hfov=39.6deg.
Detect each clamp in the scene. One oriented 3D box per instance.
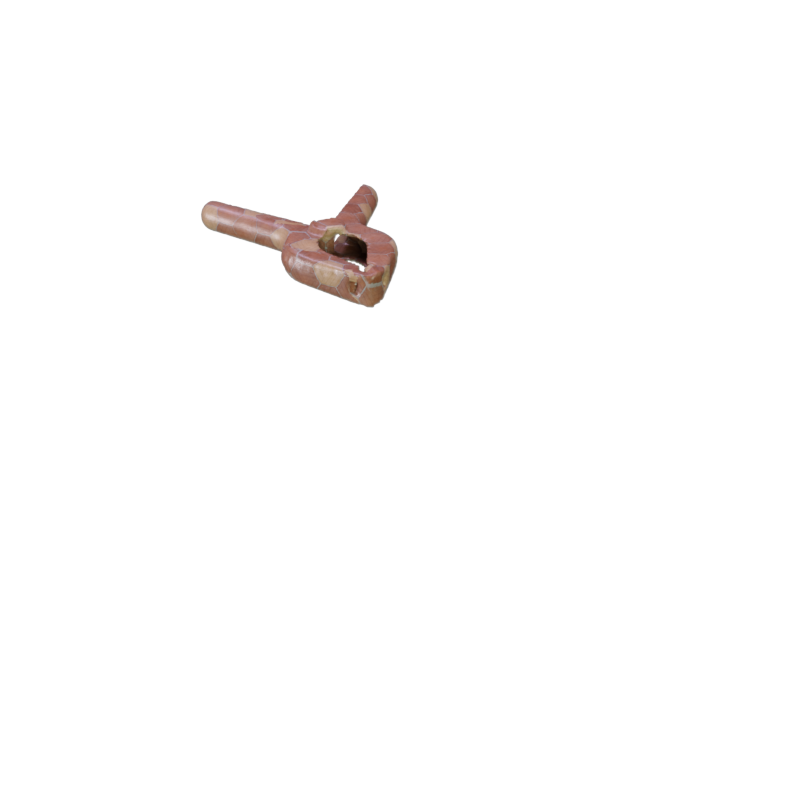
[{"bbox_3d":[-0.072,-0.131,0.919,0.162,0.034,0.225,-8,30,-14],"label":"clamp"}]
